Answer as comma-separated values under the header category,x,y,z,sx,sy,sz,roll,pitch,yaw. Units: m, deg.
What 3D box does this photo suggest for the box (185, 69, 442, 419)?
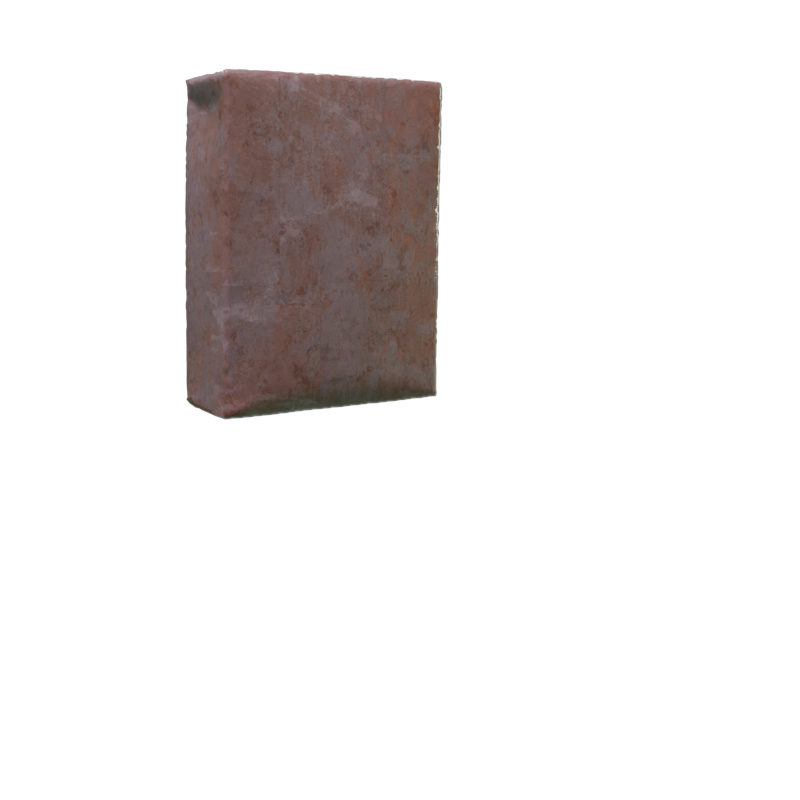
category,x,y,z,sx,sy,sz,roll,pitch,yaw
box,-0.057,-0.104,0.731,0.159,0.212,0.075,-3,5,-33
